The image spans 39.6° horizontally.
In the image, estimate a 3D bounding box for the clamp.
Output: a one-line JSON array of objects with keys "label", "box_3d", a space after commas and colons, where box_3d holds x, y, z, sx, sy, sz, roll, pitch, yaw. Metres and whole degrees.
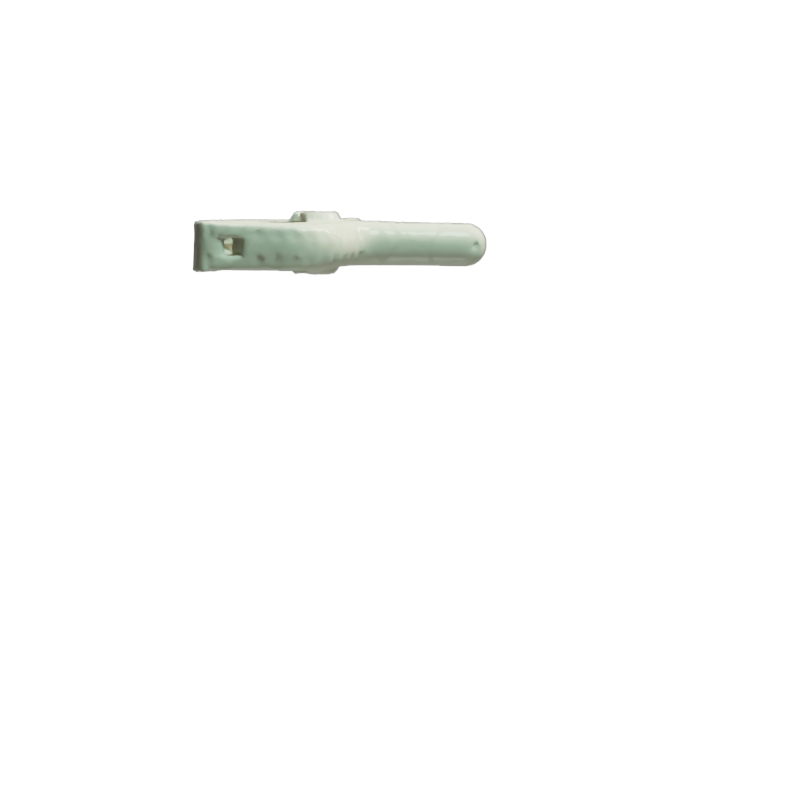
[{"label": "clamp", "box_3d": [-0.050, -0.092, 0.642, 0.165, 0.039, 0.124, -3, 5, -32]}]
